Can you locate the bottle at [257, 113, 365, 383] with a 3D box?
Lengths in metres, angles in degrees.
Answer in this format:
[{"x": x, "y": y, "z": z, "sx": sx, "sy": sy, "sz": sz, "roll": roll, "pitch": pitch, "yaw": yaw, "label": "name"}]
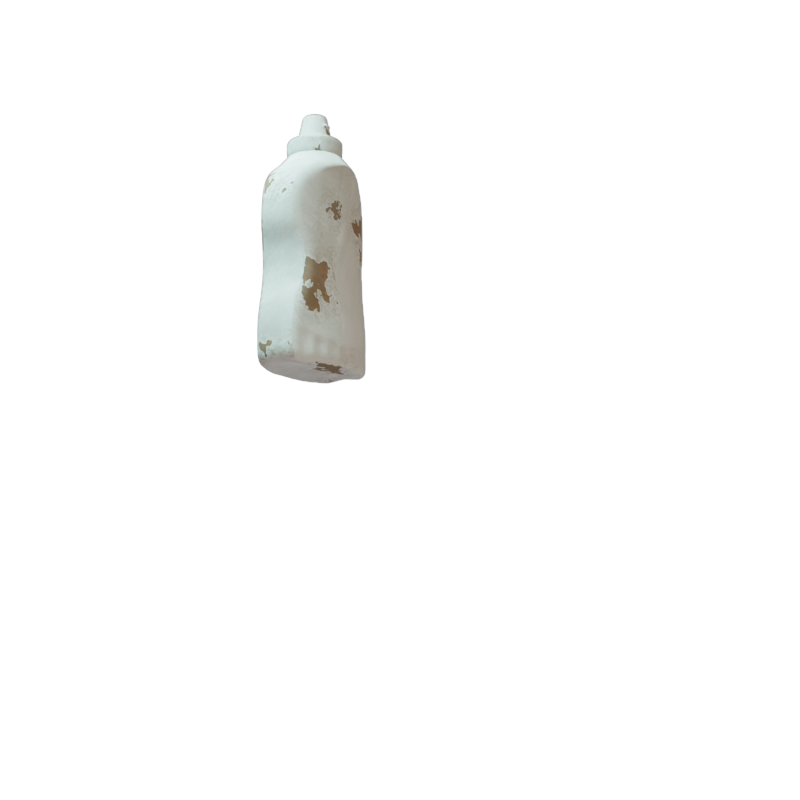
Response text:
[{"x": -0.062, "y": -0.113, "z": 0.793, "sx": 0.060, "sy": 0.199, "sz": 0.090, "roll": -11, "pitch": -19, "yaw": 31, "label": "bottle"}]
